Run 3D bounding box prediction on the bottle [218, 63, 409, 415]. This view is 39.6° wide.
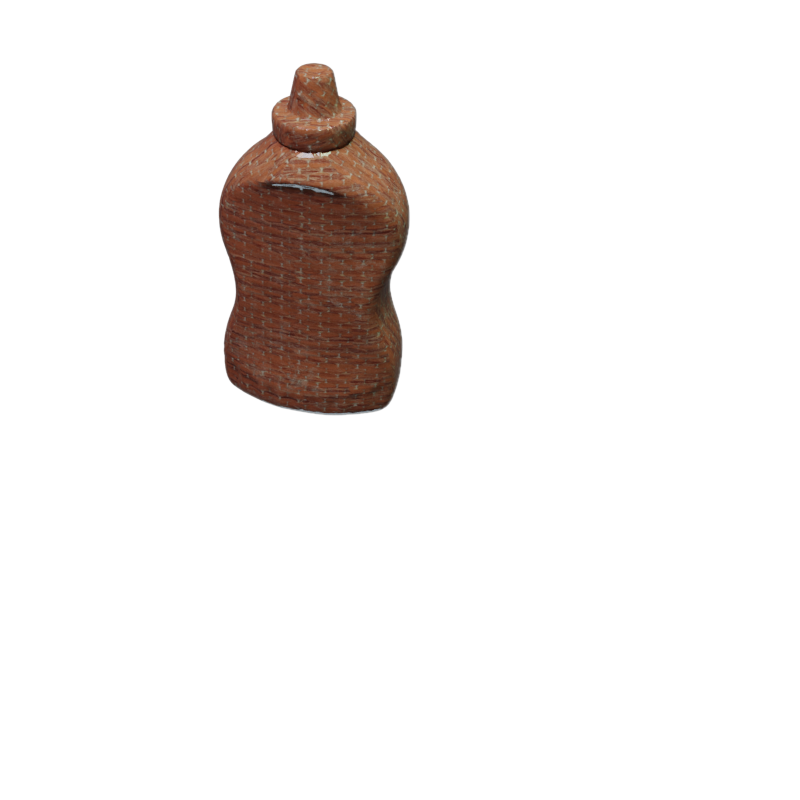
[{"bbox_3d":[-0.045,-0.082,0.570,0.098,0.179,0.061,11,38,11],"label":"bottle"}]
